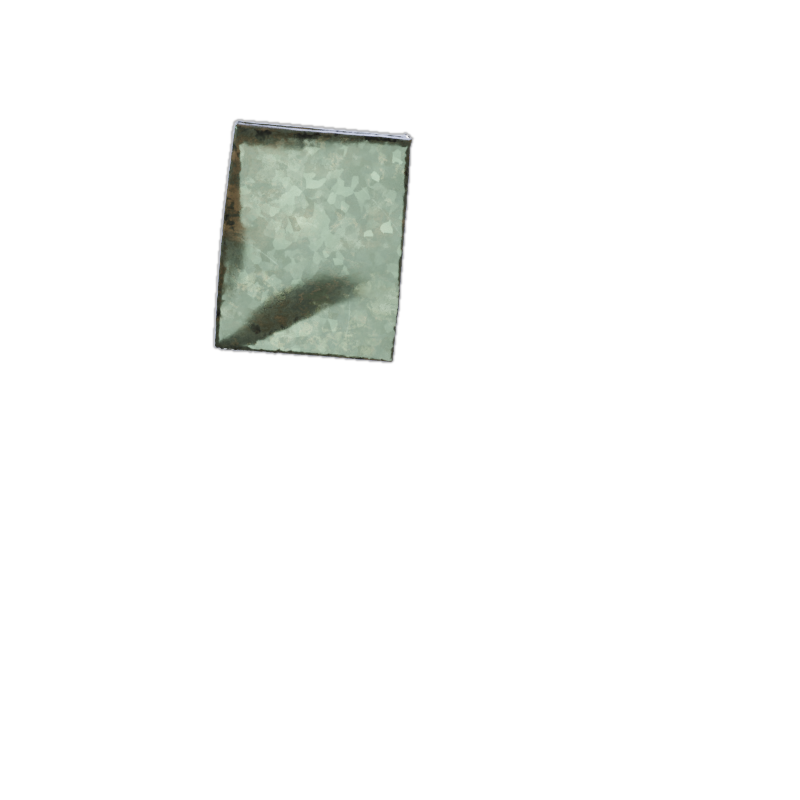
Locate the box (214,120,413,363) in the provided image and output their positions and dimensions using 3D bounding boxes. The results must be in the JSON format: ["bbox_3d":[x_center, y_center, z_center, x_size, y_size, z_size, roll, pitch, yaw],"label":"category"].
[{"bbox_3d":[-0.043,-0.078,0.547,0.090,0.111,0.040,5,10,-2],"label":"box"}]
